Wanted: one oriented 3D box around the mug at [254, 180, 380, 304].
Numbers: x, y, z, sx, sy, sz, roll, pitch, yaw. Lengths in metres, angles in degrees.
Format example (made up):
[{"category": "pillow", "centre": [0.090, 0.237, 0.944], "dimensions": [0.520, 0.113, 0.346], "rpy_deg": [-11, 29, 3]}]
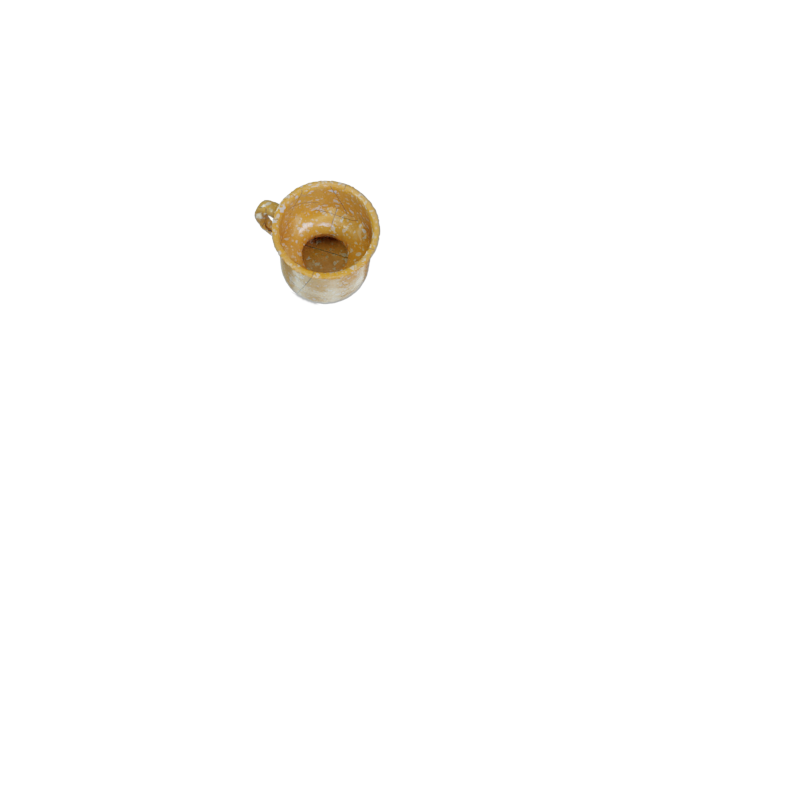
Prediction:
[{"category": "mug", "centre": [-0.077, -0.141, 0.985], "dimensions": [0.120, 0.096, 0.078], "rpy_deg": [25, -19, 8]}]
